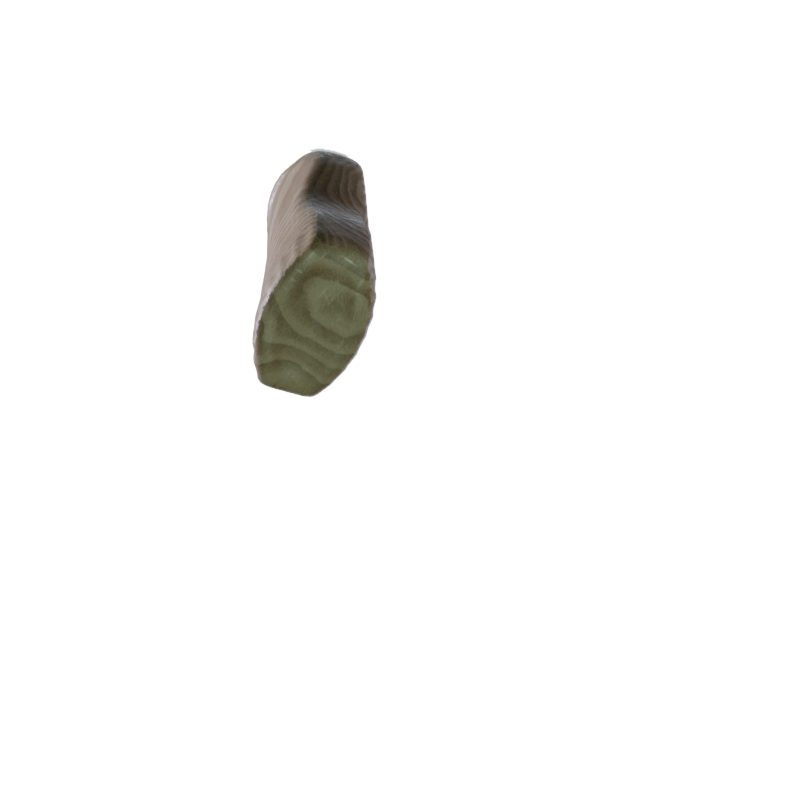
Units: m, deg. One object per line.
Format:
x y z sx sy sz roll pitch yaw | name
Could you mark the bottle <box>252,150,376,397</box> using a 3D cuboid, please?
-0.051 -0.093 0.652 0.057 0.092 0.204 15 30 -13 | bottle
